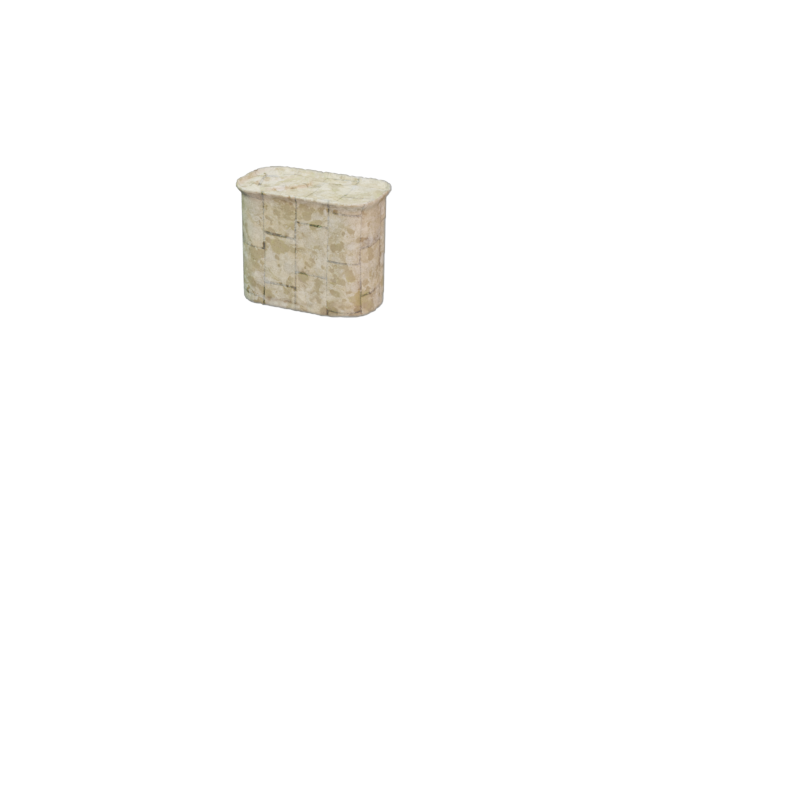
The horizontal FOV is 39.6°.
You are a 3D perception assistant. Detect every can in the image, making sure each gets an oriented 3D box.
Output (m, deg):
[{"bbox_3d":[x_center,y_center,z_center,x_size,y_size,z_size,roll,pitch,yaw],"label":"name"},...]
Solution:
[{"bbox_3d":[-0.059,-0.107,0.751,0.106,0.080,0.058,12,26,22],"label":"can"}]
